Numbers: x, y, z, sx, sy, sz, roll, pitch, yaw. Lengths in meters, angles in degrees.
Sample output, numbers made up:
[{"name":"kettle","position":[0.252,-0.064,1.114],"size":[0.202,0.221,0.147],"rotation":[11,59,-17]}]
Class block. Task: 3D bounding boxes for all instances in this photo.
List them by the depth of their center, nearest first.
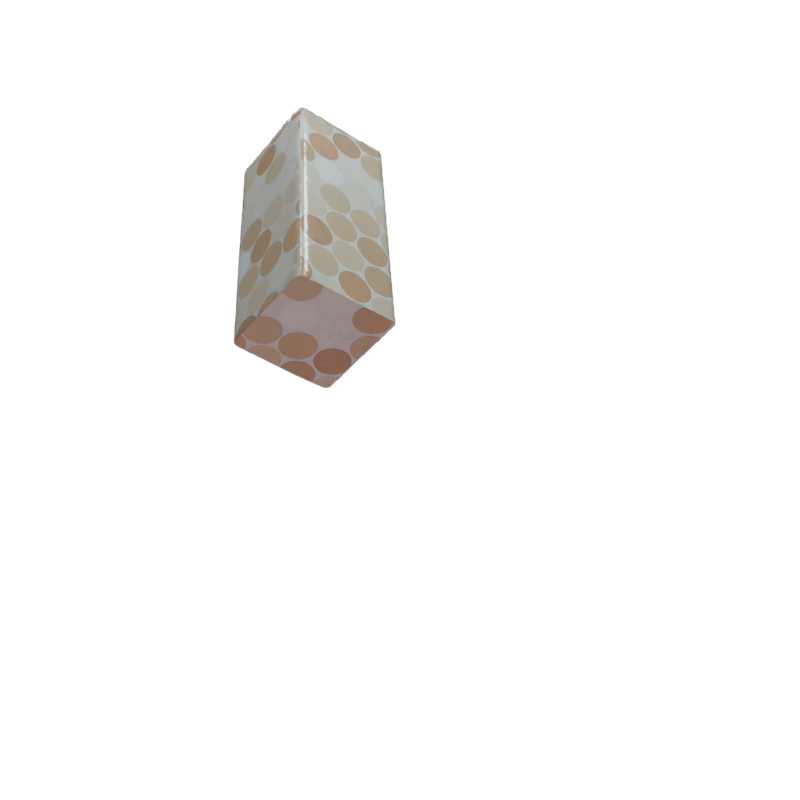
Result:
[{"name":"block","position":[-0.070,-0.127,0.889],"size":[0.086,0.221,0.089],"rotation":[26,-52,-27]}]
